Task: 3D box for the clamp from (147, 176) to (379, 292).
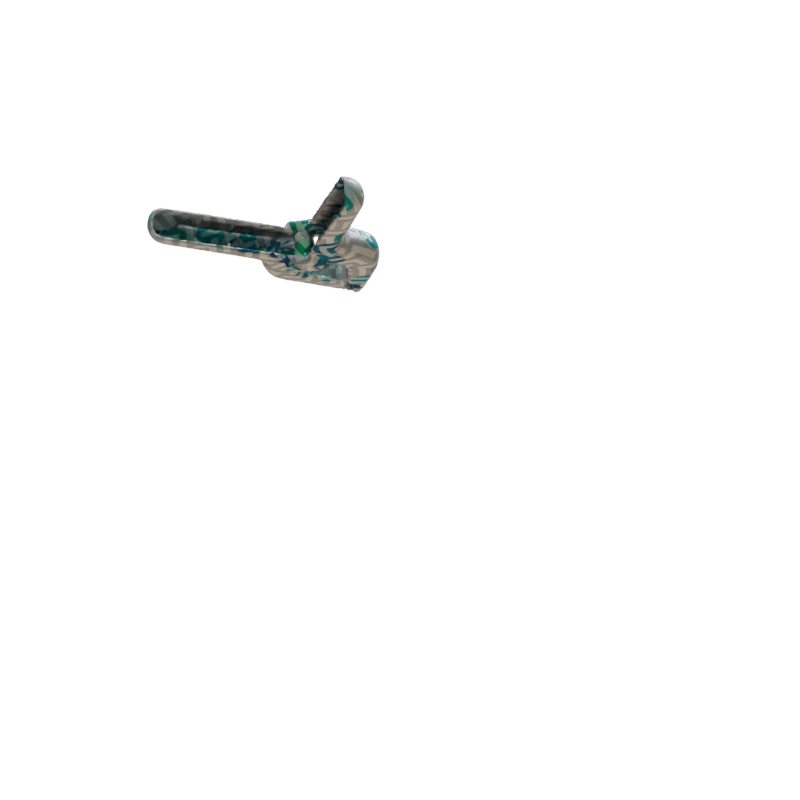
[{"bbox_3d":[-0.066,-0.120,0.843,0.168,0.038,0.198,-5,-11,28],"label":"clamp"}]
